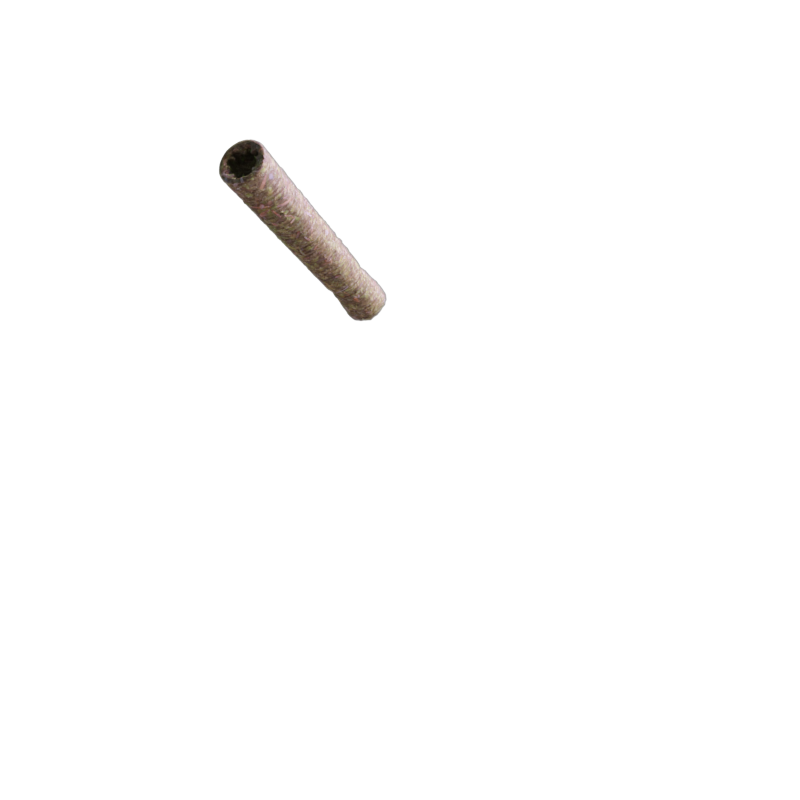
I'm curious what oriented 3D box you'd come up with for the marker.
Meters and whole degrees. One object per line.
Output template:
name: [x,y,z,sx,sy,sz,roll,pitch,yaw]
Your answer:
marker: [-0.034,-0.062,0.435,0.020,0.021,0.112,2,-22,26]
